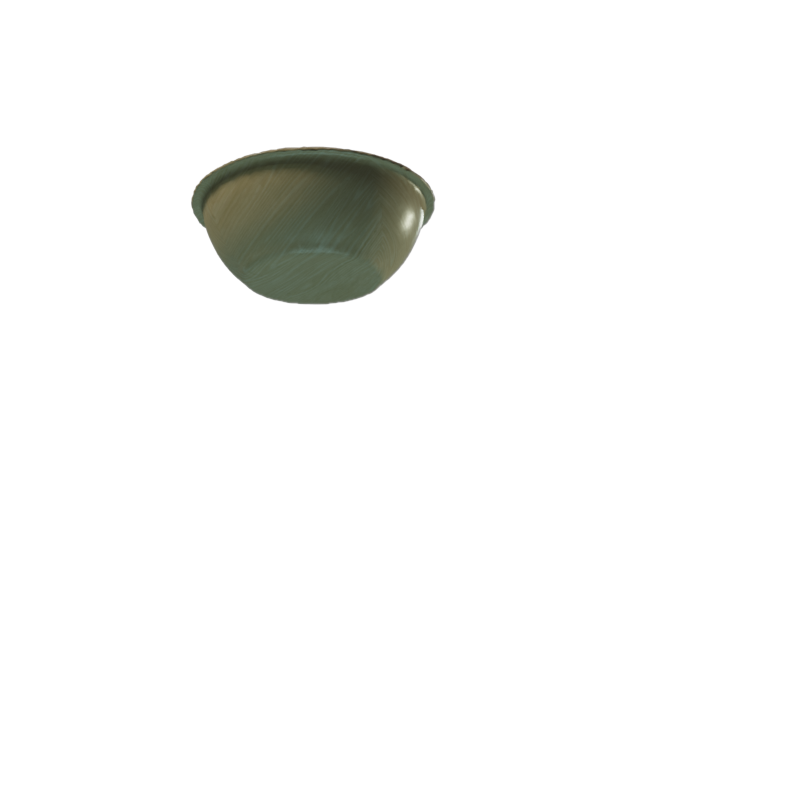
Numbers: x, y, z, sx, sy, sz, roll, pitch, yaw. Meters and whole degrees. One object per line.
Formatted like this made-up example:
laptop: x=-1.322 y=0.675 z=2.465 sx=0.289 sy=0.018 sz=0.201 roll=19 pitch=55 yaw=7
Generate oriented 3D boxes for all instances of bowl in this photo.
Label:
bowl: x=-0.057 y=-0.104 z=0.727 sx=0.162 sy=0.058 sz=0.155 roll=0 pitch=-18 yaw=-2
